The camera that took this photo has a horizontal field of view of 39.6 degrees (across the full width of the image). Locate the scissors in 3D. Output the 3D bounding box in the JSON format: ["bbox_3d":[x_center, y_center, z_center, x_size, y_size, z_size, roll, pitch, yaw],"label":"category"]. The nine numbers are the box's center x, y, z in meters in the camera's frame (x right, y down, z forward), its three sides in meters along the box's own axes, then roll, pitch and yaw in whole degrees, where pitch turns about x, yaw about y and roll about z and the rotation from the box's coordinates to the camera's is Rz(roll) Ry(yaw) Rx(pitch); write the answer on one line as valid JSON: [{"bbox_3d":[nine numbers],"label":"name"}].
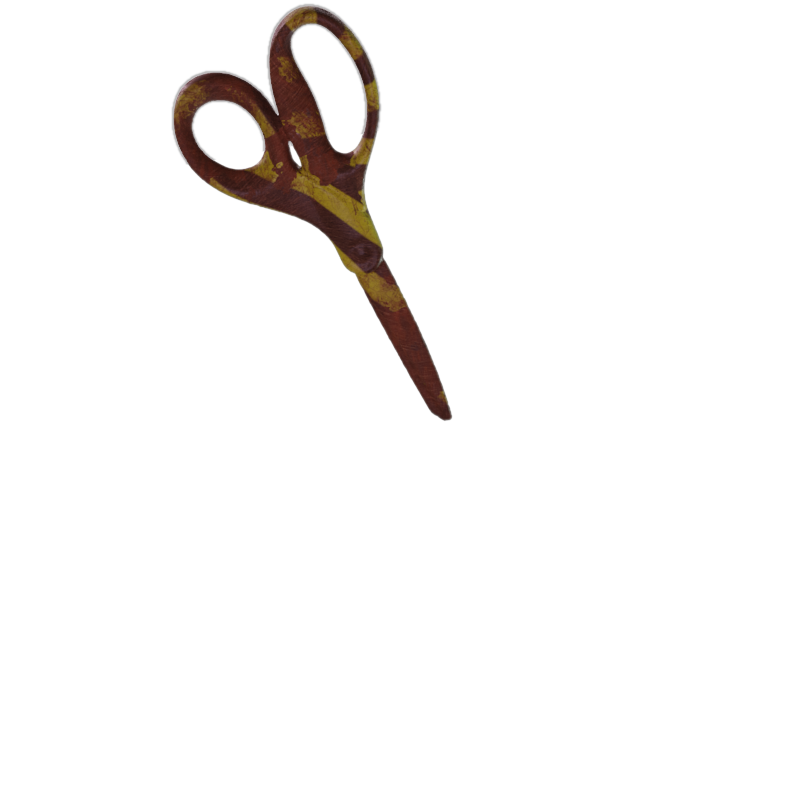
[{"bbox_3d":[-0.038,-0.069,0.486,0.096,0.191,0.017,-9,23,4],"label":"scissors"}]
